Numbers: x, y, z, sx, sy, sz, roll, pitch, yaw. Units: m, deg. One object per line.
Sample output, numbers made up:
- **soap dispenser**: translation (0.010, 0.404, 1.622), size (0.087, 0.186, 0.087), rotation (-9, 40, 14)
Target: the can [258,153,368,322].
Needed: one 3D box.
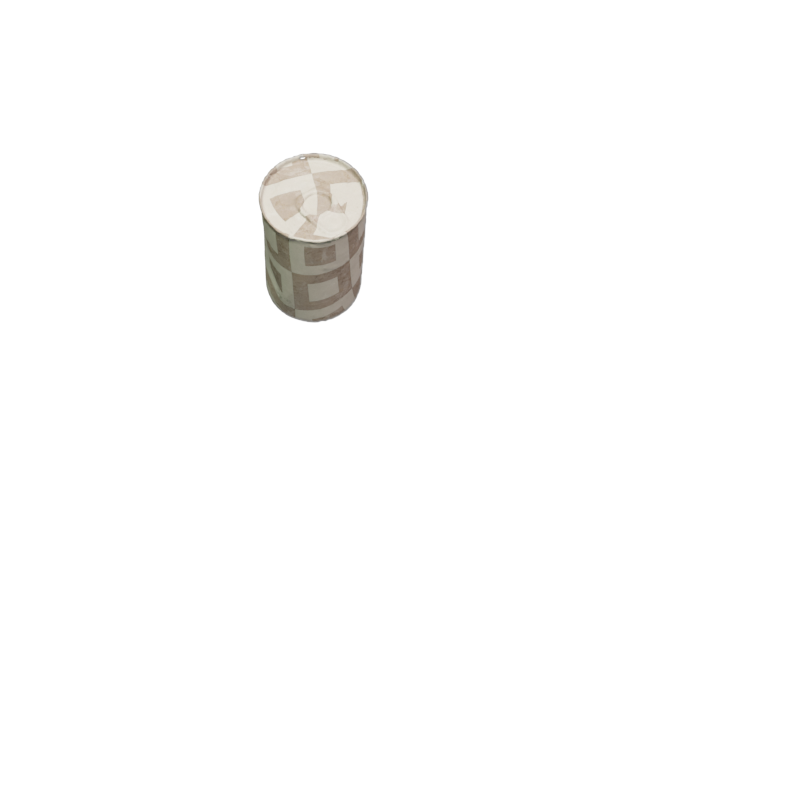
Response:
- **can**: translation (-0.057, -0.104, 0.727), size (0.068, 0.073, 0.096), rotation (0, -30, -3)
